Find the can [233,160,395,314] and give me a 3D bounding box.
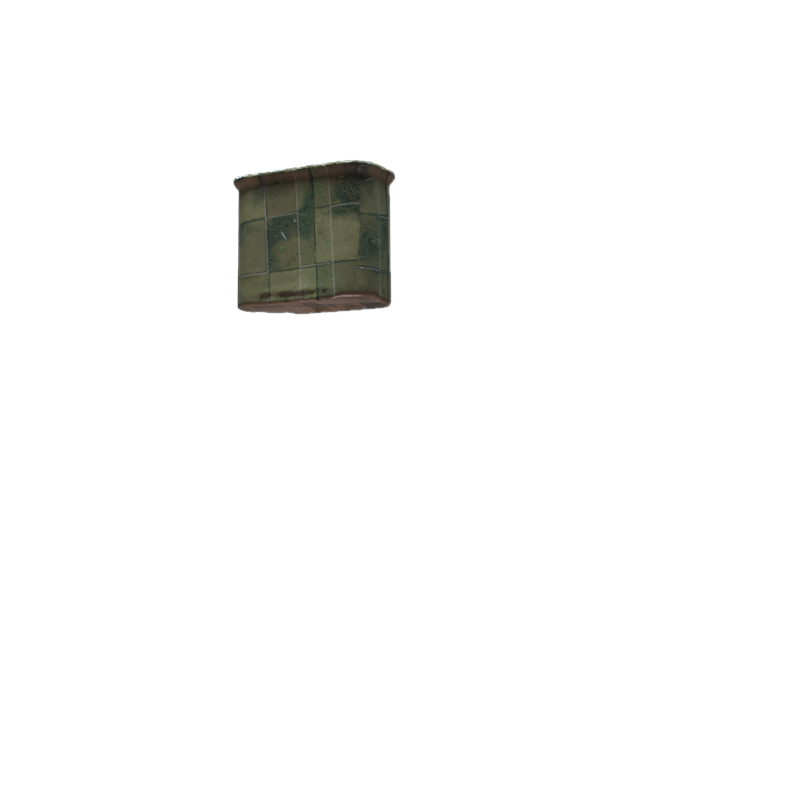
[{"bbox_3d":[-0.054,-0.099,0.696,0.105,0.086,0.055,-4,-9,28],"label":"can"}]
